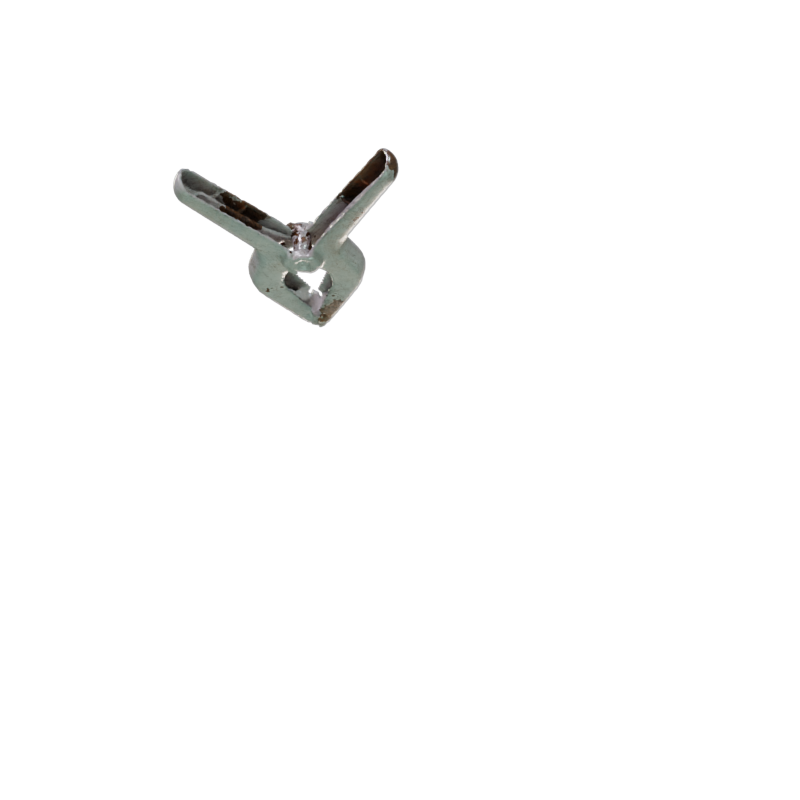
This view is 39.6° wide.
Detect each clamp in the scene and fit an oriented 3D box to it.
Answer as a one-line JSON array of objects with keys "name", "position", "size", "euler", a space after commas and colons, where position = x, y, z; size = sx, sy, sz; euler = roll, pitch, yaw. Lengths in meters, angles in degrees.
[{"name": "clamp", "position": [-0.068, -0.125, 0.873], "size": [0.166, 0.039, 0.194], "euler": [-6, -31, 11]}]
